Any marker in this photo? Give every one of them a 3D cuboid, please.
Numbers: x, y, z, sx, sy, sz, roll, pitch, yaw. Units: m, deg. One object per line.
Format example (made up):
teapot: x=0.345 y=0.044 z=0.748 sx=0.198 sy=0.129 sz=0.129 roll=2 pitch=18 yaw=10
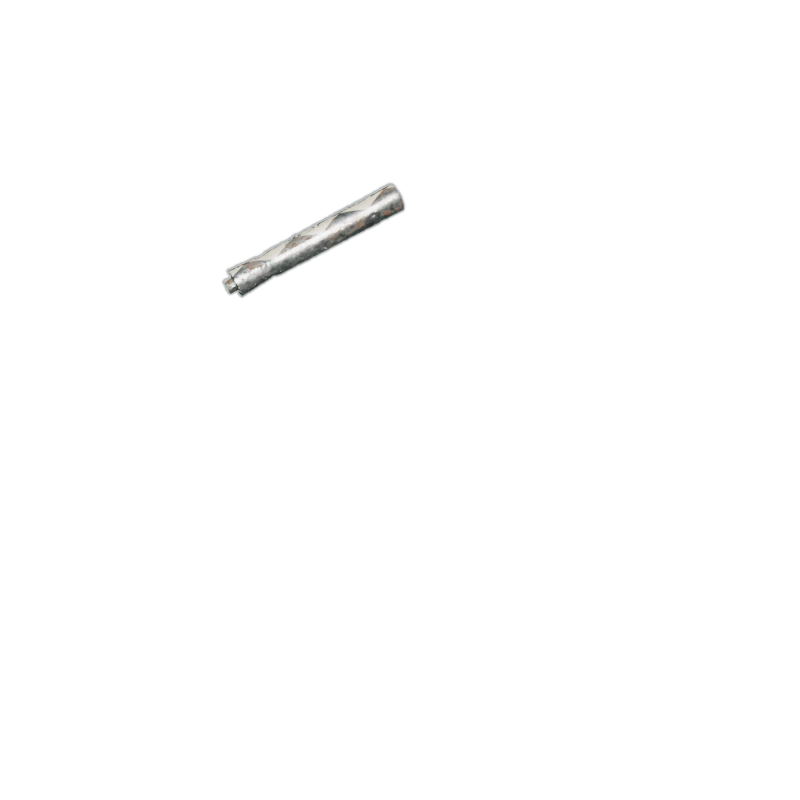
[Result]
marker: x=-0.053 y=-0.097 z=0.681 sx=0.121 sy=0.019 sz=0.020 roll=-29 pitch=10 yaw=-9
